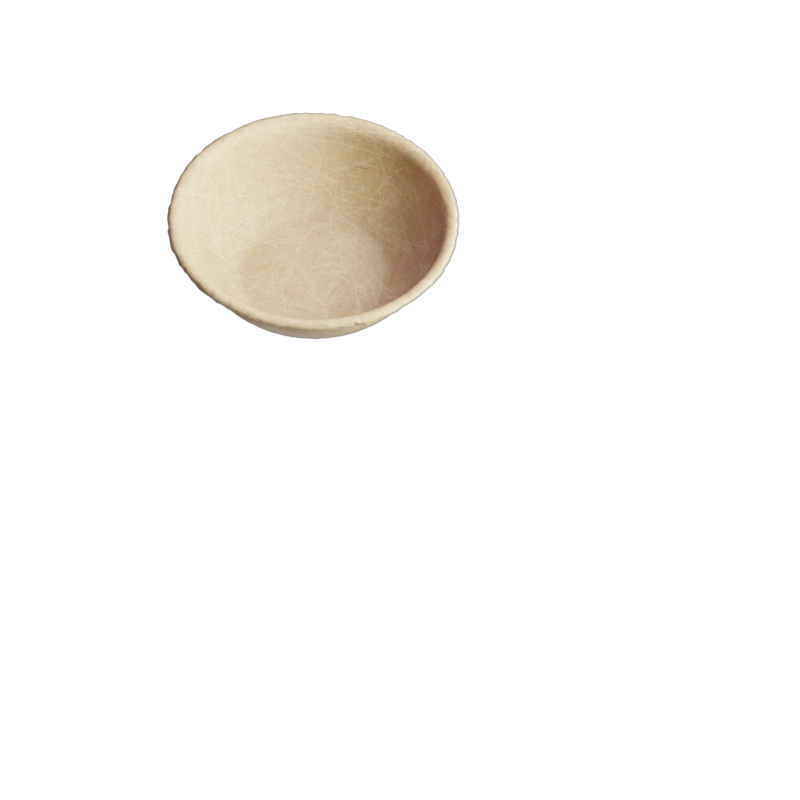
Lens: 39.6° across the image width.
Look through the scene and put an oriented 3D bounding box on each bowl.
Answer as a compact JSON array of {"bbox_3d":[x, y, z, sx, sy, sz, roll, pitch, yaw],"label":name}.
[{"bbox_3d":[-0.049,-0.090,0.631,0.162,0.174,0.051,-1,-38,-1],"label":"bowl"}]
